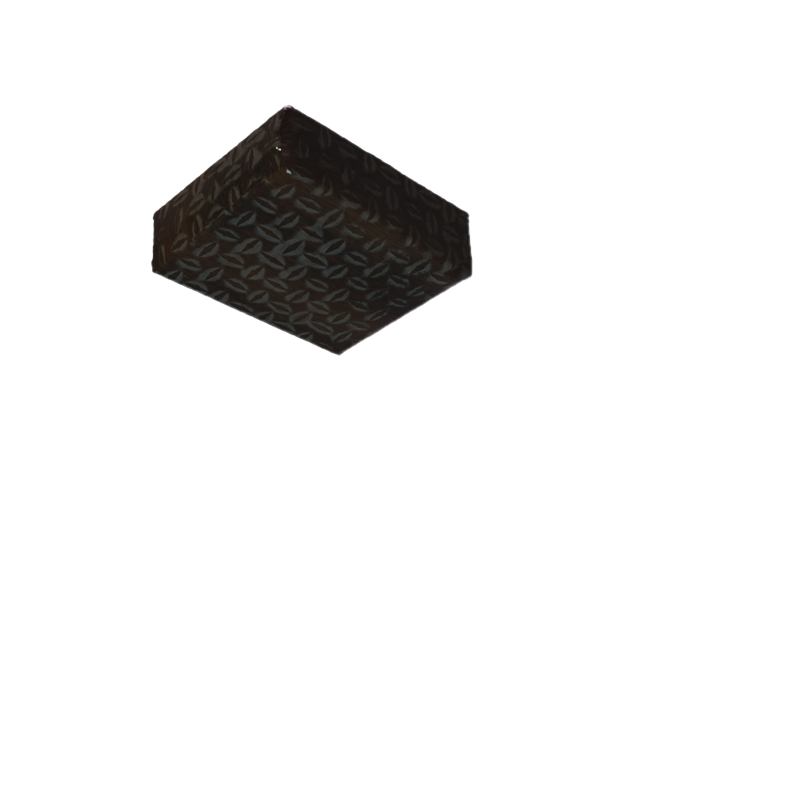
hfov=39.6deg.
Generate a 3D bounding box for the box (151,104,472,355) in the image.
[{"bbox_3d":[-0.038,-0.069,0.481,0.106,0.042,0.089,27,-42,-36],"label":"box"}]
